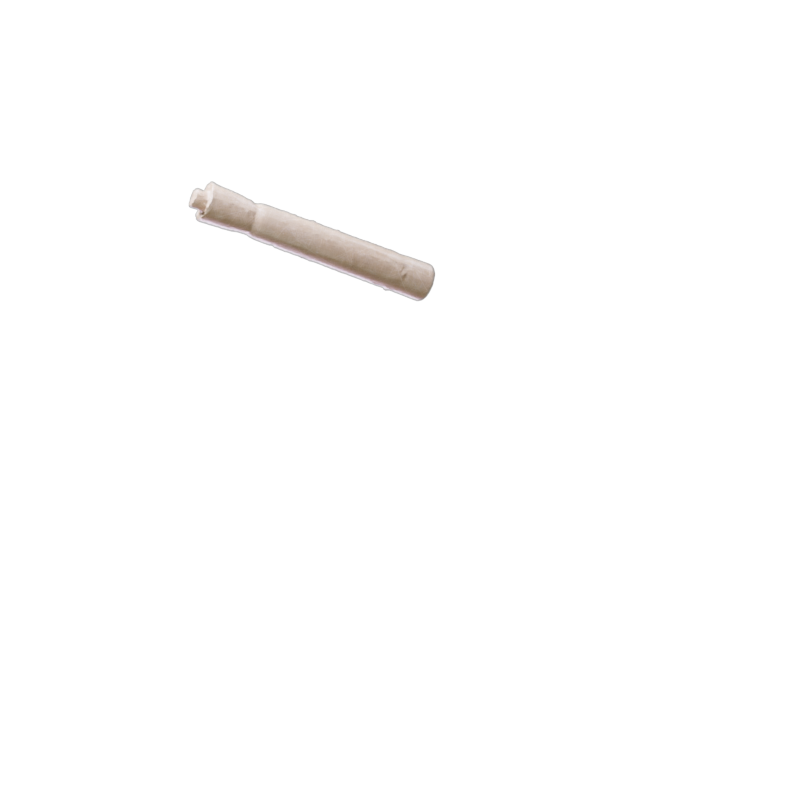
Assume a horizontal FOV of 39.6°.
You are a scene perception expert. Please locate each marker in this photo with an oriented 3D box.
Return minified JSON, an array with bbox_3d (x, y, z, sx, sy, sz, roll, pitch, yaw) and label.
[{"bbox_3d":[-0.040,-0.073,0.508,0.116,0.020,0.020,18,-3,-21],"label":"marker"}]
